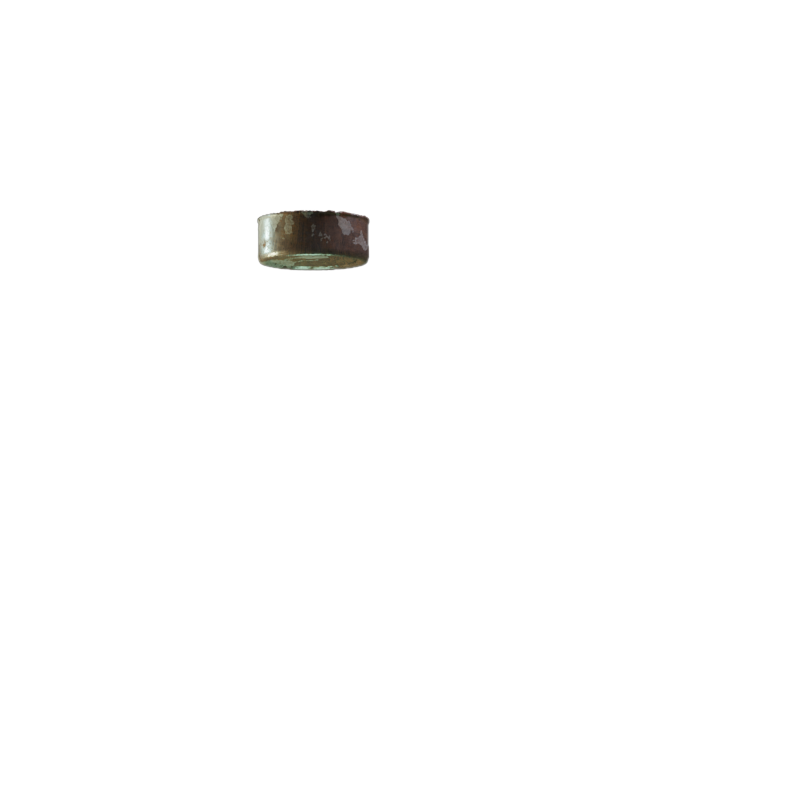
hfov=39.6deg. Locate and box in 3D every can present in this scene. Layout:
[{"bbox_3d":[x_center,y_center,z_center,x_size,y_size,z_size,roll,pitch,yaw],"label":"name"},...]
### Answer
[{"bbox_3d":[-0.066,-0.120,0.840,0.086,0.034,0.085,0,-2,-2],"label":"can"}]
